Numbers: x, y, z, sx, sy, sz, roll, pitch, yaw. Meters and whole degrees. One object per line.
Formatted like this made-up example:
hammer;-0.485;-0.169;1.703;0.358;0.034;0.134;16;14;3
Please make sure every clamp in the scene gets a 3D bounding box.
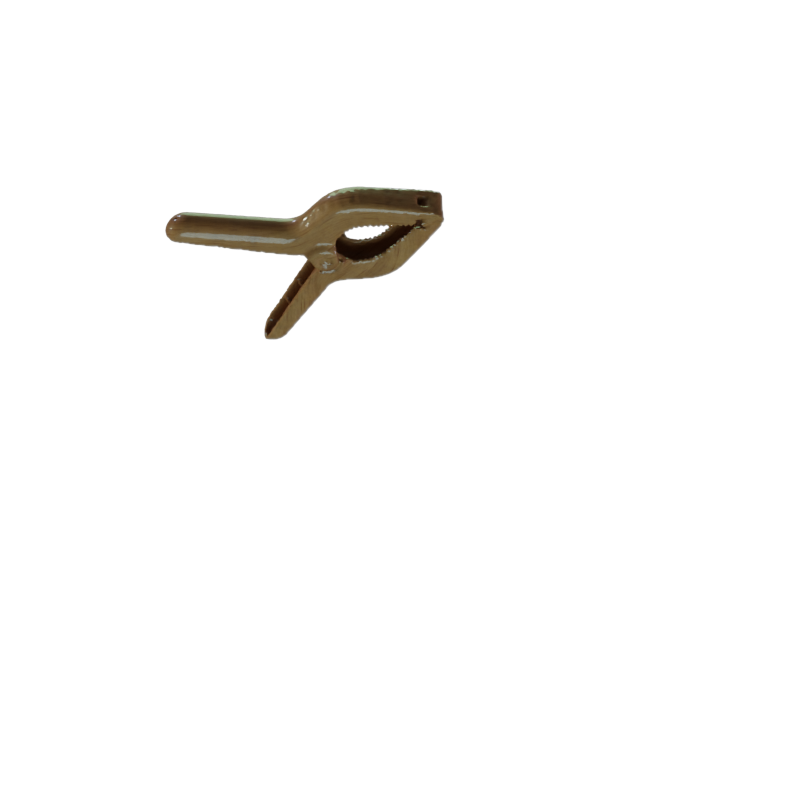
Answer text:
clamp;-0.069;-0.125;0.877;0.211;0.039;0.152;-21;-40;27
